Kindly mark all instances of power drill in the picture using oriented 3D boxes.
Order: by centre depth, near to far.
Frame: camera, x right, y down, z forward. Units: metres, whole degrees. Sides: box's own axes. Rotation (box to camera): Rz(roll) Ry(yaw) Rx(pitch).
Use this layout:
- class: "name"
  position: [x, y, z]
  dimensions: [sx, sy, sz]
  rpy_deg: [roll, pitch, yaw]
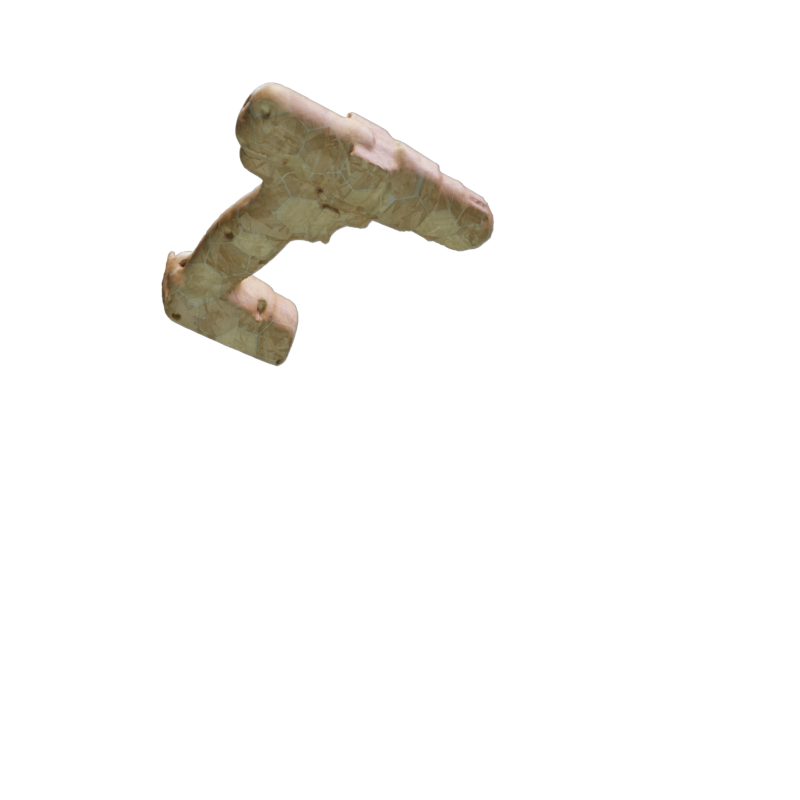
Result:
- class: "power drill"
  position: [-0.057, -0.104, 0.731]
  dimensions: [0.176, 0.062, 0.183]
  rpy_deg: [27, -54, -23]
